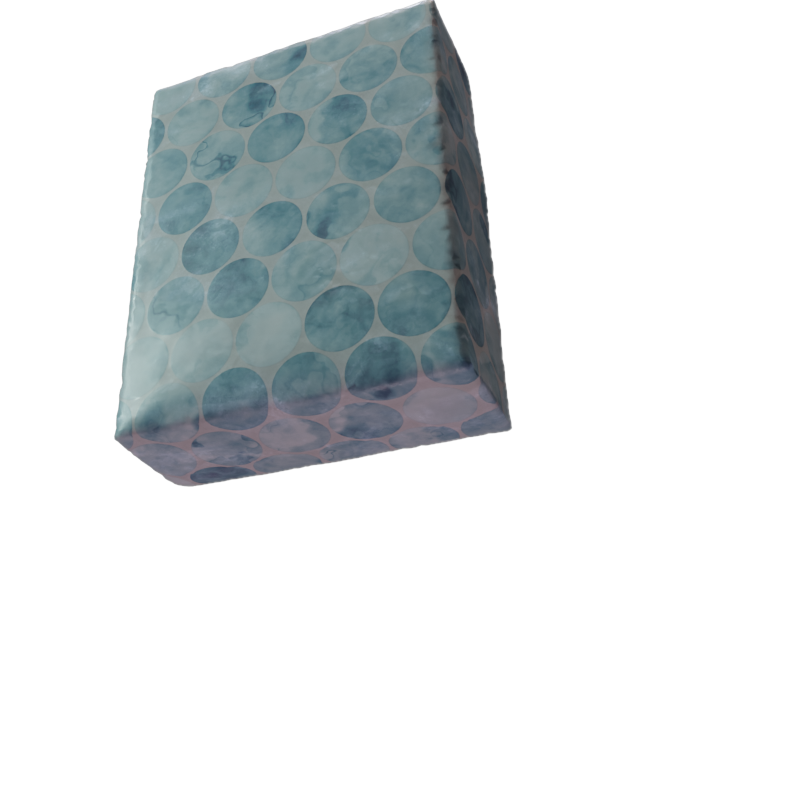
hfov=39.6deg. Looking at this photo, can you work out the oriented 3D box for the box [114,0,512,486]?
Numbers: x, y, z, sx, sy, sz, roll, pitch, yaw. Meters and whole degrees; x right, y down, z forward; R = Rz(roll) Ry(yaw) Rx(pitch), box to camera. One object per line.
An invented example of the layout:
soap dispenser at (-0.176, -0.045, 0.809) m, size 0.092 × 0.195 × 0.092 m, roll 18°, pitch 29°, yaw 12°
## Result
box at (-0.042, -0.077, 0.539) m, size 0.166 × 0.229 × 0.066 m, roll -14°, pitch -36°, yaw 17°
